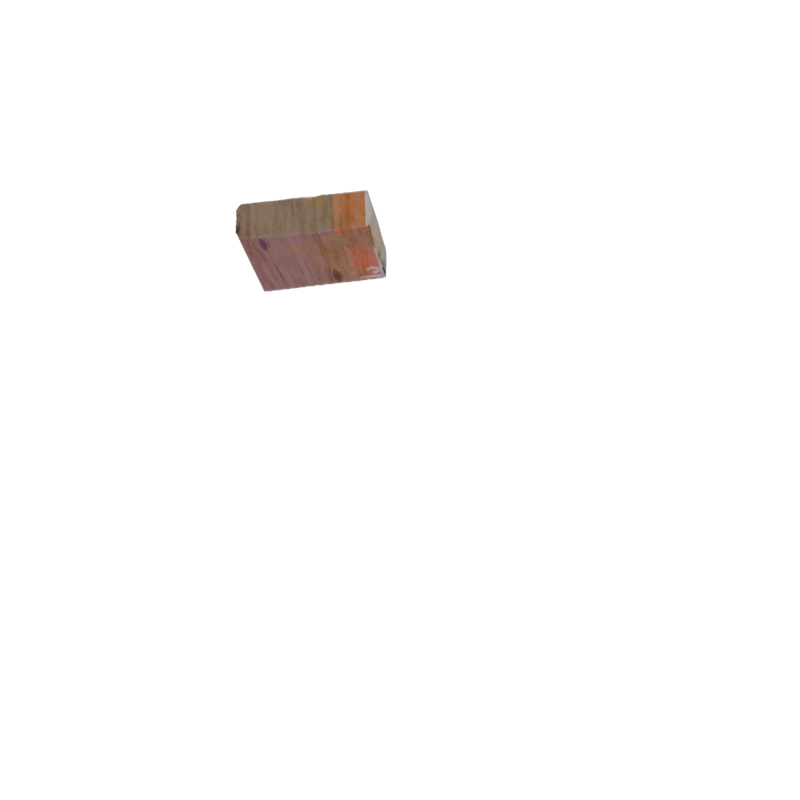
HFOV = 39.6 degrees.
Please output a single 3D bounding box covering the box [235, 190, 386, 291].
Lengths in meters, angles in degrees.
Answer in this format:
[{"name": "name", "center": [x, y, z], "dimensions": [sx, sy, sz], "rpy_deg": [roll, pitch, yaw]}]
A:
[{"name": "box", "center": [-0.058, -0.106, 0.741], "dimensions": [0.090, 0.032, 0.068], "rpy_deg": [-5, -26, 9]}]
